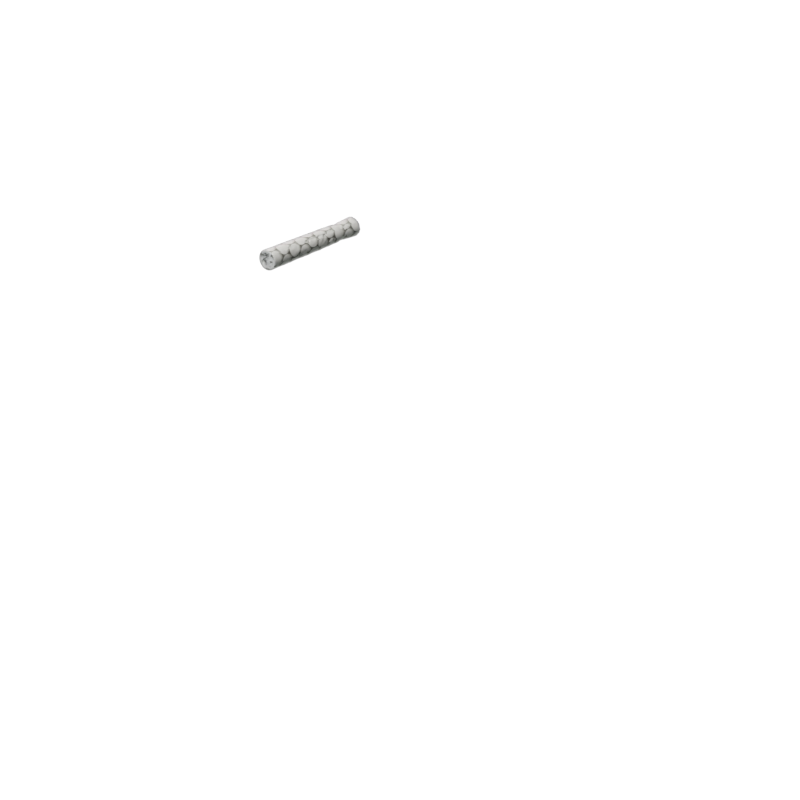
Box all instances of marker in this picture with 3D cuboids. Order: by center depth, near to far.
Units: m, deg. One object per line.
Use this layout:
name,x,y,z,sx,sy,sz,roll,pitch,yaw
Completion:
marker,-0.078,-0.142,0.993,0.021,0.019,0.120,3,23,40
